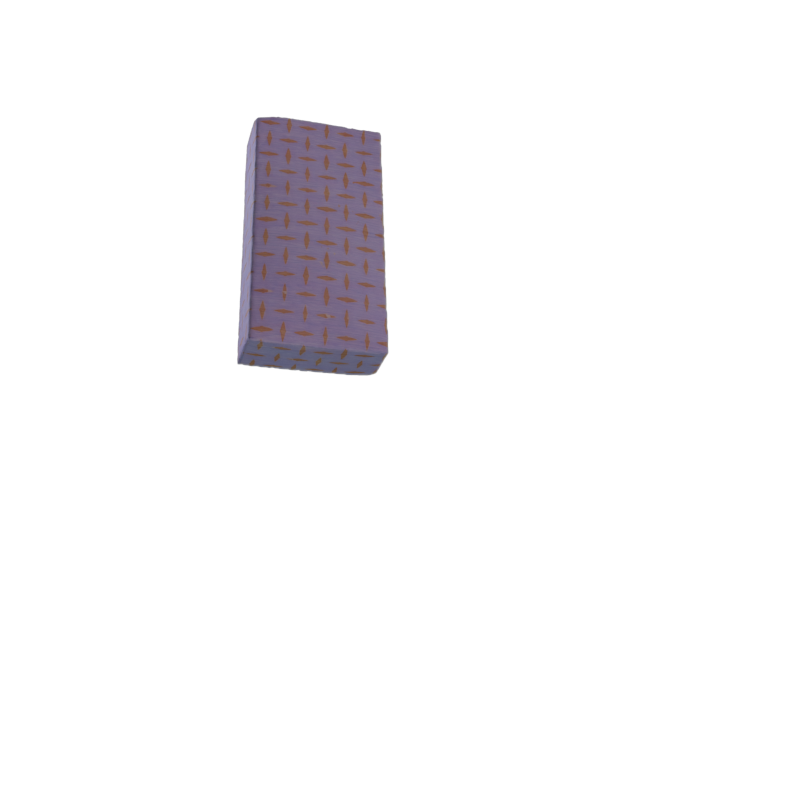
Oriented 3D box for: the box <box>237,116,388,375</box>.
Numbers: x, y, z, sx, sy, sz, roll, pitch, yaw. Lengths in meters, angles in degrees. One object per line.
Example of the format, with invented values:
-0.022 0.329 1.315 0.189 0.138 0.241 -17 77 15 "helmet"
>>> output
-0.058 -0.106 0.744 0.091 0.187 0.046 5 -28 -13 "box"
